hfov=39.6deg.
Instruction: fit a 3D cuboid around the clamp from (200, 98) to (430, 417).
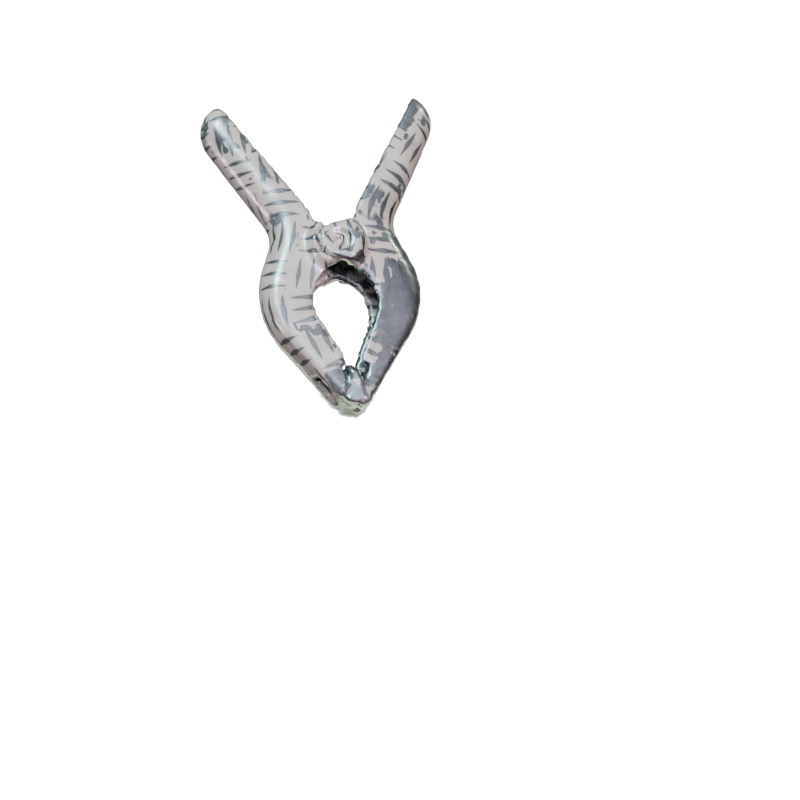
[{"bbox_3d":[-0.043,-0.079,0.555,0.120,0.181,0.037,0,-25,0],"label":"clamp"}]
